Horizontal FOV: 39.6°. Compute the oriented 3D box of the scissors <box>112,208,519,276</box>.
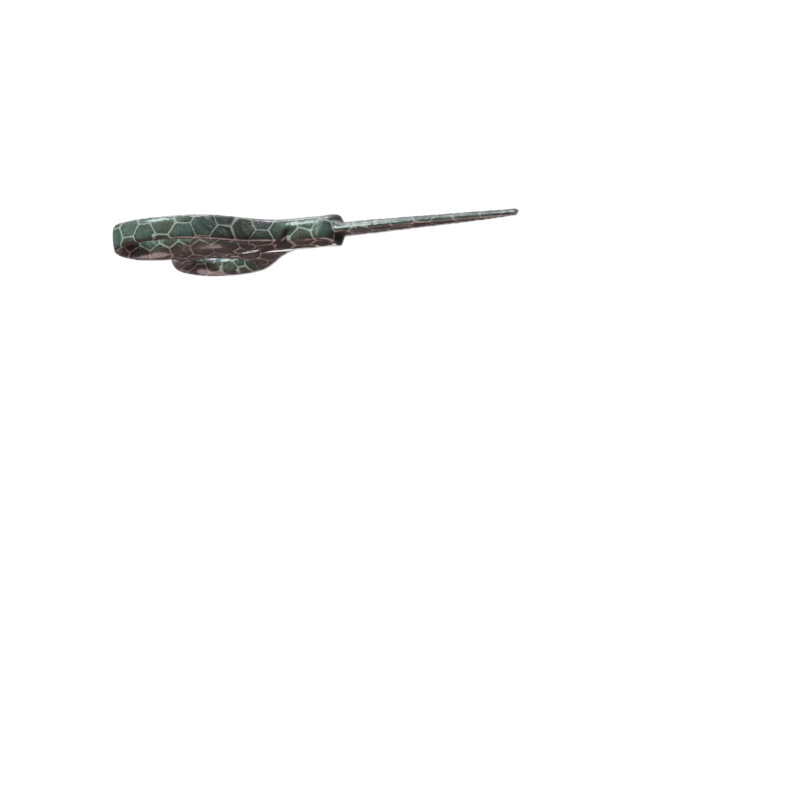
[{"bbox_3d":[-0.045,-0.081,0.569,0.203,0.016,0.093,-1,-6,5],"label":"scissors"}]
